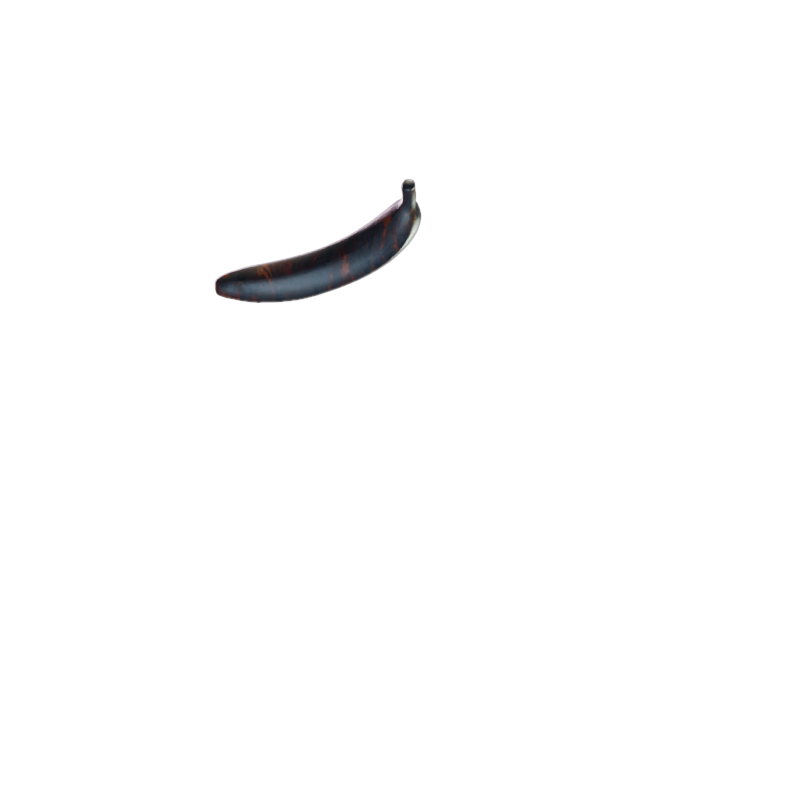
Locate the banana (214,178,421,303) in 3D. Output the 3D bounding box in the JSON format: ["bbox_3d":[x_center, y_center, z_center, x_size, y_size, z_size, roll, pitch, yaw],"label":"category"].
[{"bbox_3d":[-0.057,-0.119,0.905,0.198,0.039,0.065,-25,-51,22],"label":"banana"}]
